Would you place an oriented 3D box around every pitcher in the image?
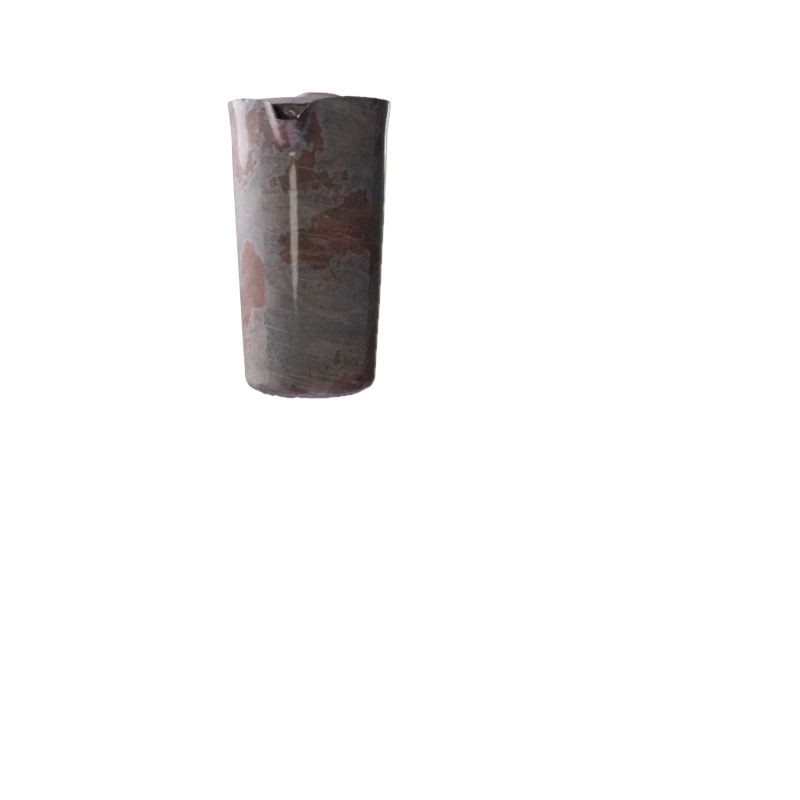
[{"bbox_3d":[-0.072,-0.132,0.922,0.144,0.241,0.151,-3,6,-37],"label":"pitcher"}]
